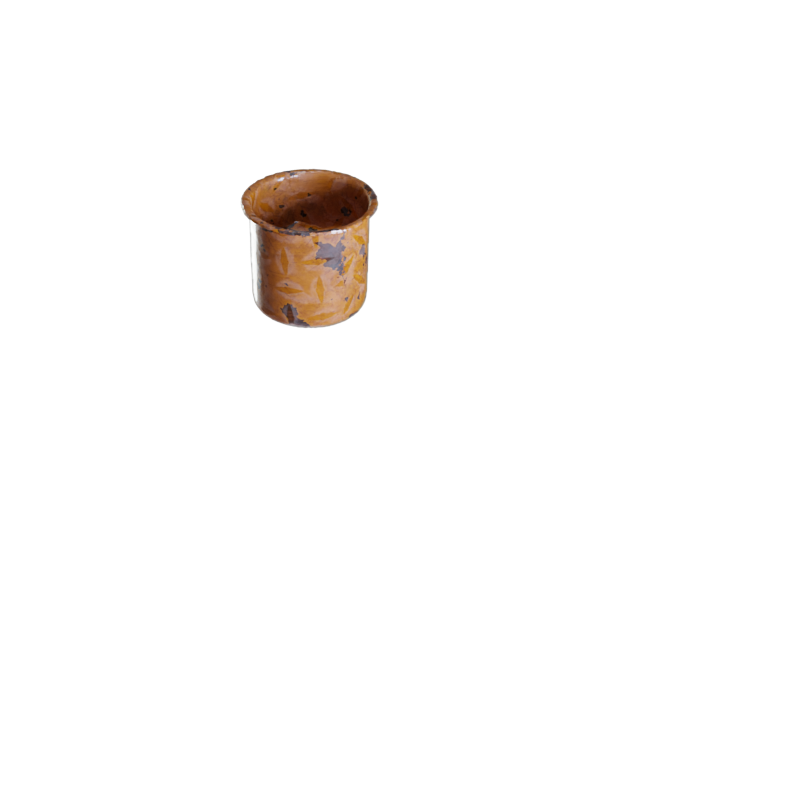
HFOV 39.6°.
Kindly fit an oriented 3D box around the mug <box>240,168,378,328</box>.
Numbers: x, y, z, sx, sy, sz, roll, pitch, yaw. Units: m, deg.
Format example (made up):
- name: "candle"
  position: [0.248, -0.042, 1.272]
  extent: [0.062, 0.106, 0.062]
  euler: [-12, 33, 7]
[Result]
- name: "mug"
  position: [-0.061, -0.111, 0.780]
  extent: [0.094, 0.076, 0.123]
  euler: [6, 36, 7]
